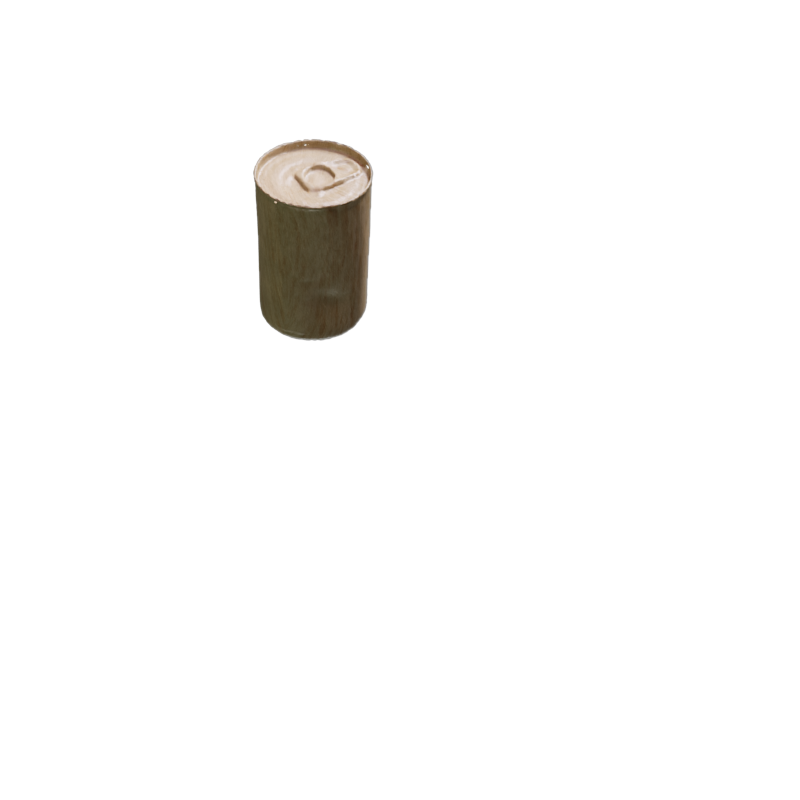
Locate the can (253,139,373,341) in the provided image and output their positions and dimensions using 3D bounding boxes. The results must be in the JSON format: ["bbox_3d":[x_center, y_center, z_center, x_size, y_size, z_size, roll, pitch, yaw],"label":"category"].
[{"bbox_3d":[-0.052,-0.094,0.659,0.068,0.095,0.073,0,42,-3],"label":"can"}]
